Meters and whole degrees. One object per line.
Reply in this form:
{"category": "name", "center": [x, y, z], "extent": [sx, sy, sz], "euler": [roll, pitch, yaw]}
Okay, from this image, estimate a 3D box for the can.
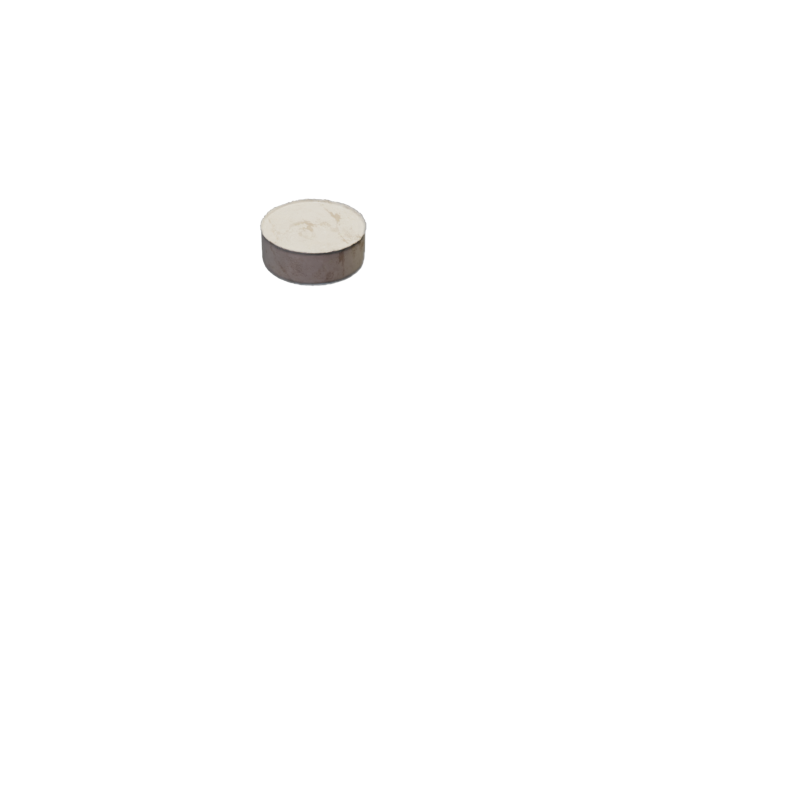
{"category": "can", "center": [-0.071, -0.129, 0.902], "extent": [0.086, 0.031, 0.092], "euler": [-1, 36, -2]}
